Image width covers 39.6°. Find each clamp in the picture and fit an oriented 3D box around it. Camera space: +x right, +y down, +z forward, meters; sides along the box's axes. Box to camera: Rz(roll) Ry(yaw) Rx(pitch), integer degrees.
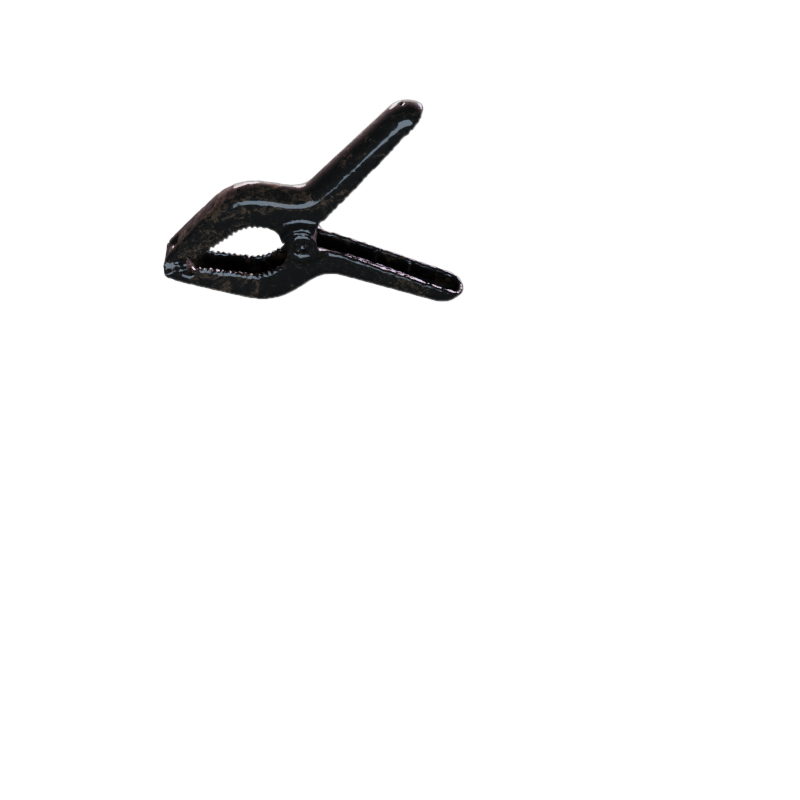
[{"bbox_3d":[-0.061,-0.112,0.781,0.211,0.153,0.039,-16,36,12],"label":"clamp"}]
